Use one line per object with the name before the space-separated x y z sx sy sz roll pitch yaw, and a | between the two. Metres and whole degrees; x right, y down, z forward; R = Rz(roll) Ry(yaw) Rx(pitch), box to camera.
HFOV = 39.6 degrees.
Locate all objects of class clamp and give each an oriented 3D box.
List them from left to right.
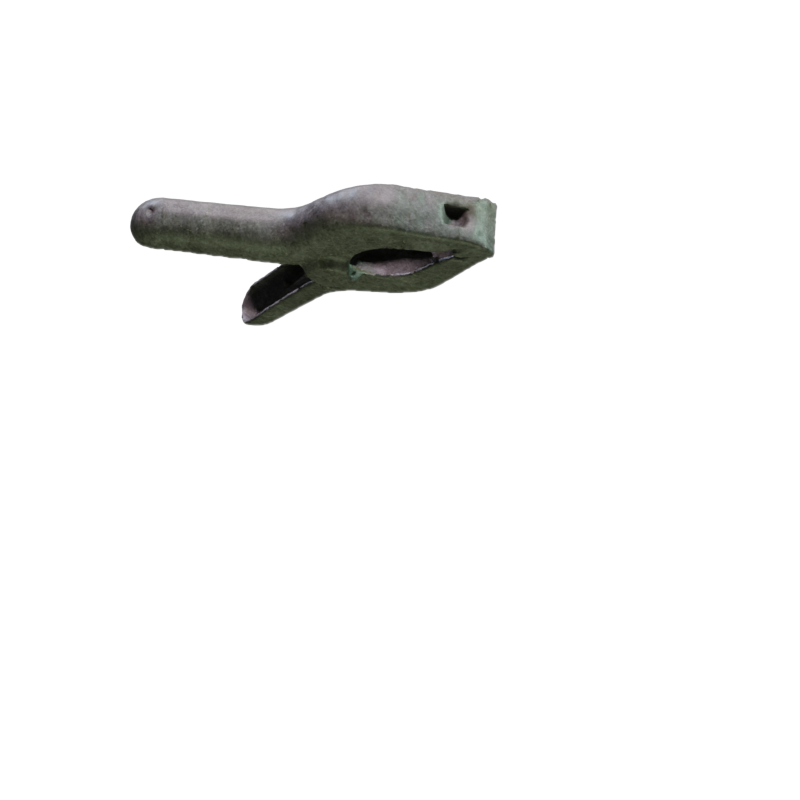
clamp | -0.042 -0.077 0.536 0.175 0.041 0.112 -11 -19 32
